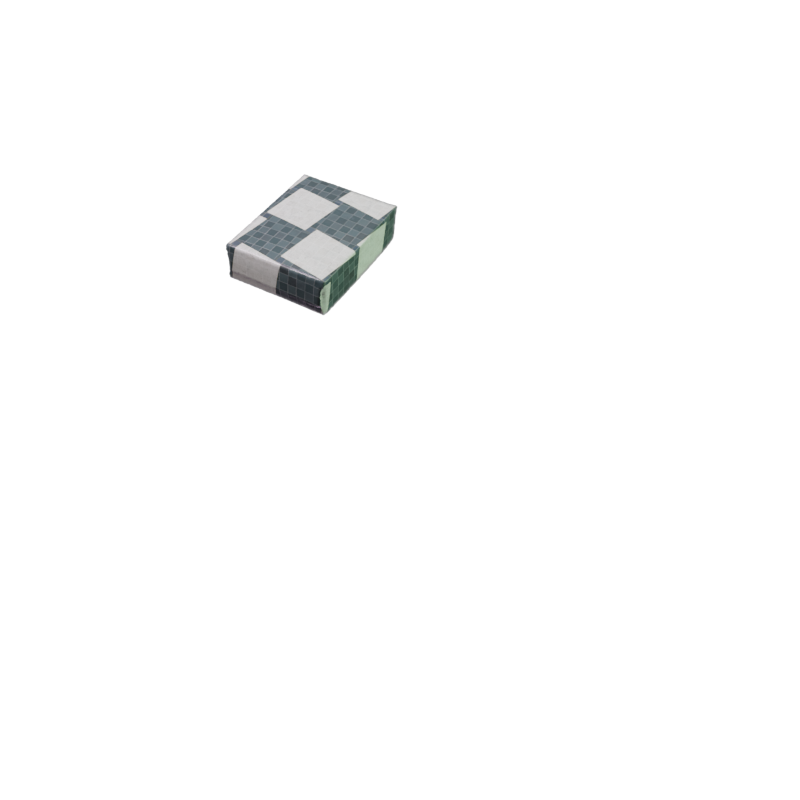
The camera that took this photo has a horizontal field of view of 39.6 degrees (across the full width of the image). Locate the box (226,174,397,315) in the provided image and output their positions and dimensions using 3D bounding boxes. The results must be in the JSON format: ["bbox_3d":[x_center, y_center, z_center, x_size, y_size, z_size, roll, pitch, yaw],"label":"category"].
[{"bbox_3d":[-0.068,-0.124,0.869,0.094,0.036,0.116,22,46,22],"label":"box"}]
